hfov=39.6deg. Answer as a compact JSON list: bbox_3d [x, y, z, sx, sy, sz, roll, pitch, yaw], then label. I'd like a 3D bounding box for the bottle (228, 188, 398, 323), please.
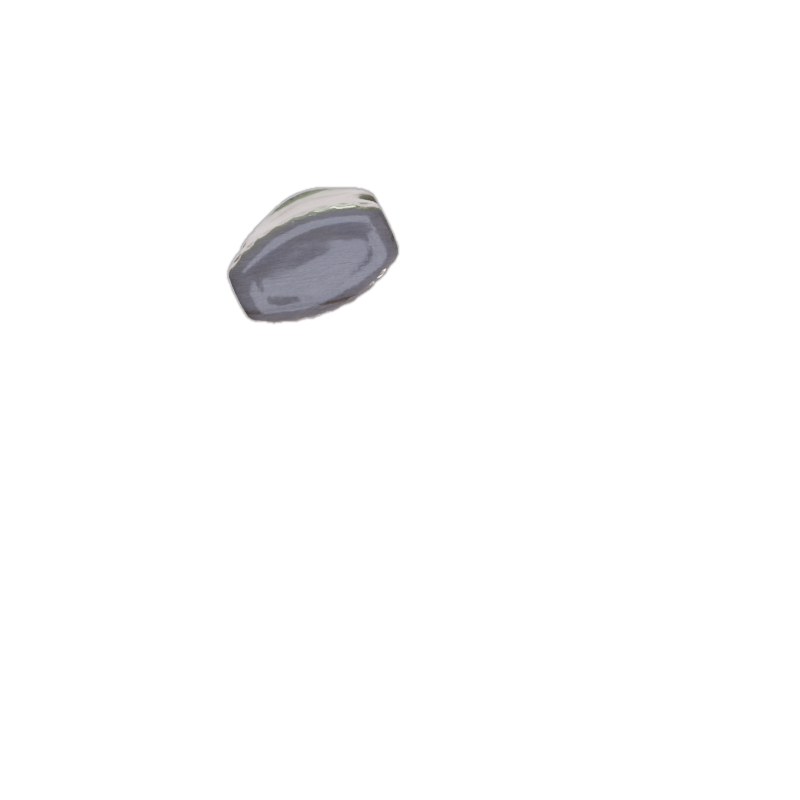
[{"bbox_3d":[-0.055,-0.101,0.709,0.096,0.057,0.198,-25,16,3],"label":"bottle"}]
